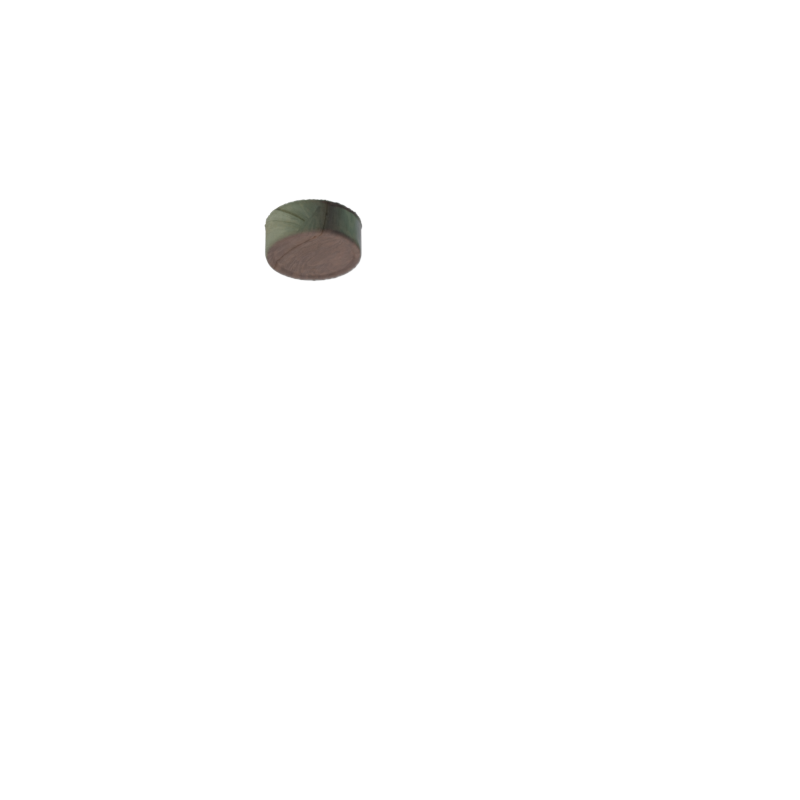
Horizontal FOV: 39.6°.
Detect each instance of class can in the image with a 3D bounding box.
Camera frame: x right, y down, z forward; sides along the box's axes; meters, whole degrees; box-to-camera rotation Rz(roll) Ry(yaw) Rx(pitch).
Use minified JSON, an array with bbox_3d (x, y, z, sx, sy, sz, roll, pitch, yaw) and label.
[{"bbox_3d":[-0.076,-0.138,0.969,0.086,0.036,0.081,1,-26,-2],"label":"can"}]
